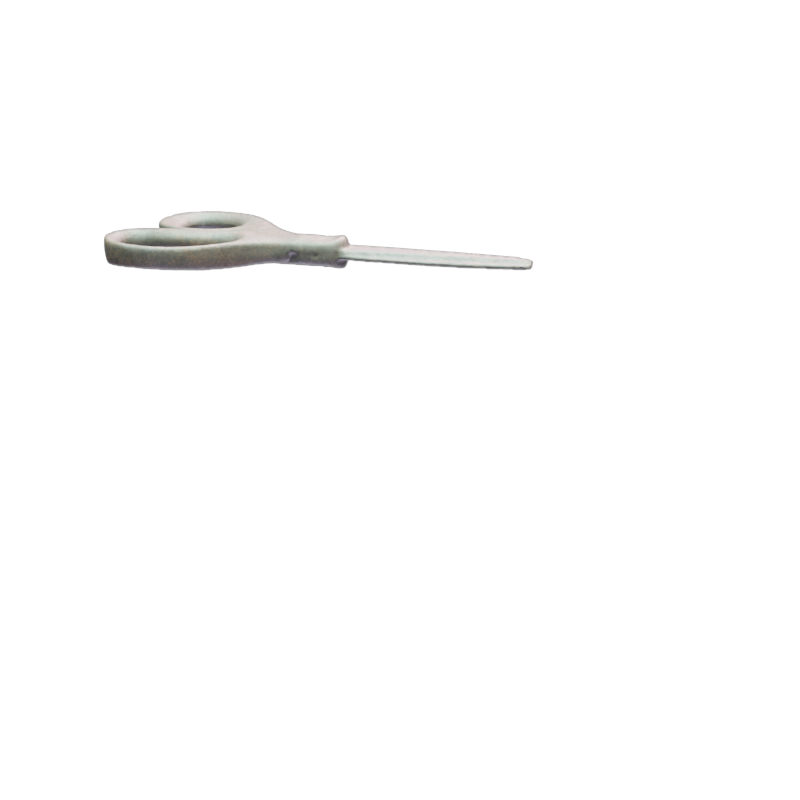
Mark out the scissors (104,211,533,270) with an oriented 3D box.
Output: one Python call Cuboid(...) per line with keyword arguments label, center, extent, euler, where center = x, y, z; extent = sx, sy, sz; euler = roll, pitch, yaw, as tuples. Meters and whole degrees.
Cuboid(label="scissors", center=(-0.043, -0.078, 0.550), extent=(0.202, 0.015, 0.100), euler=(0, 21, 1))
